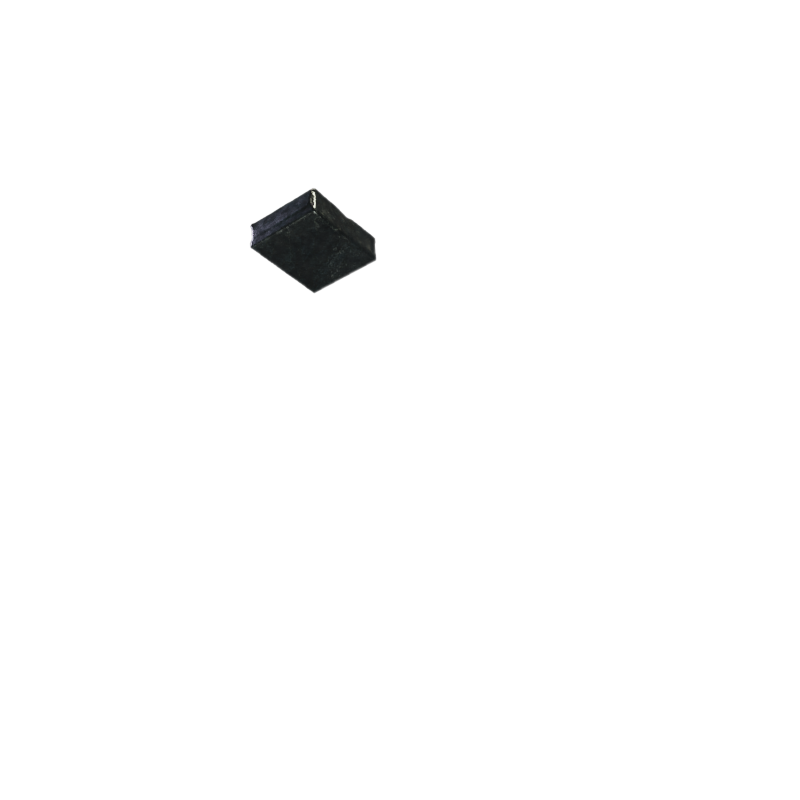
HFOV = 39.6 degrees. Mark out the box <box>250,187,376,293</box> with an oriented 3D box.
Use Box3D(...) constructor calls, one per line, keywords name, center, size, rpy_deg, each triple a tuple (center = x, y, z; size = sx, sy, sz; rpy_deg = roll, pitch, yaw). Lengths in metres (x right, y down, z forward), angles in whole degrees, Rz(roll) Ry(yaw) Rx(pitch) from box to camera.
Box3D(name="box", center=(-0.076, -0.139, 0.972), size=(0.073, 0.032, 0.083), rpy_deg=(-27, -44, 30))
